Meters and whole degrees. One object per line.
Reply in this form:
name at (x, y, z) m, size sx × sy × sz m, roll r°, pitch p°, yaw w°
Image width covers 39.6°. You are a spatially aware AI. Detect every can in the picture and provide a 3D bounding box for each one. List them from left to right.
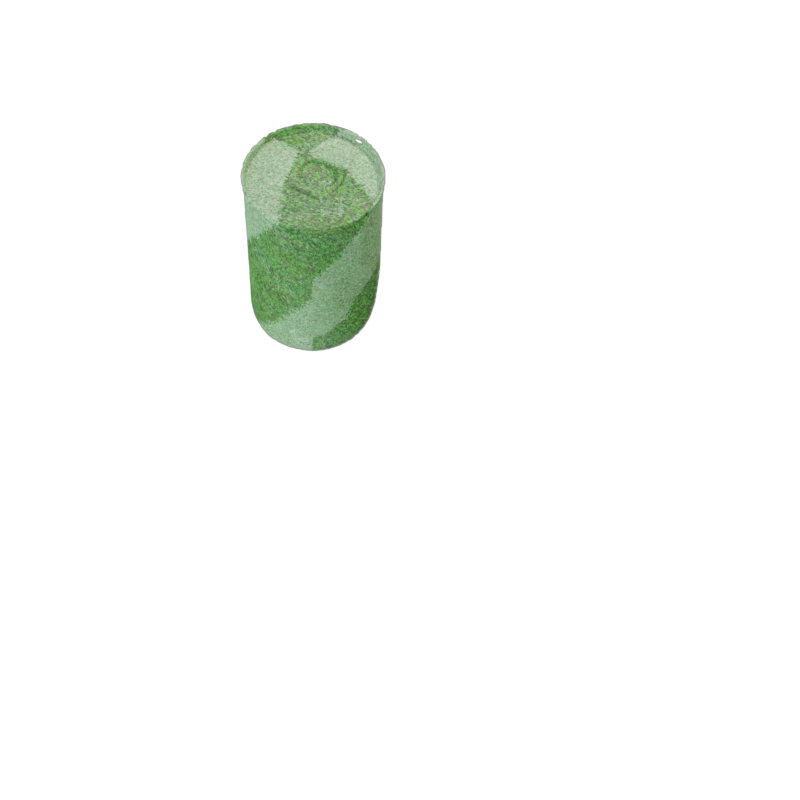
can at (-0.044, -0.080, 0.557) m, size 0.068 × 0.073 × 0.096 m, roll 0°, pitch -34°, yaw -3°
